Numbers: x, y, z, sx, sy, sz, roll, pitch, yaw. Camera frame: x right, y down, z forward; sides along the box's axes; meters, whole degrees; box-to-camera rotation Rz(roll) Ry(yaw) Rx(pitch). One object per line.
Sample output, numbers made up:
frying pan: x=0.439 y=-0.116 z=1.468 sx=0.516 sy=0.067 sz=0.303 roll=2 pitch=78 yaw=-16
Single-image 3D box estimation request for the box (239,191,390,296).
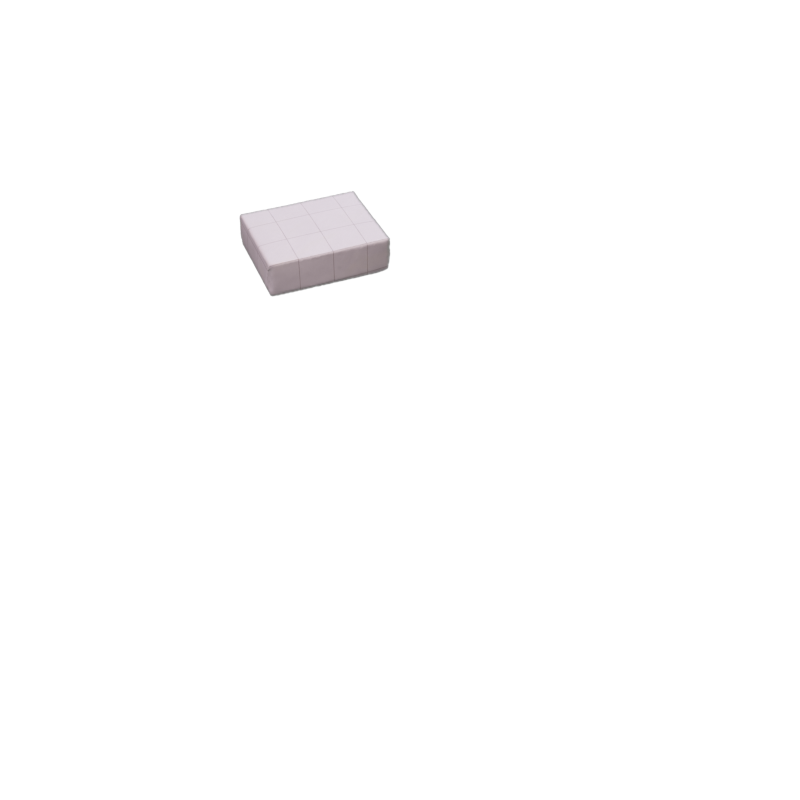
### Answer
box: x=-0.077 y=-0.140 z=0.981 sx=0.112 sy=0.036 sz=0.097 roll=-13 pitch=40 yaw=-16
